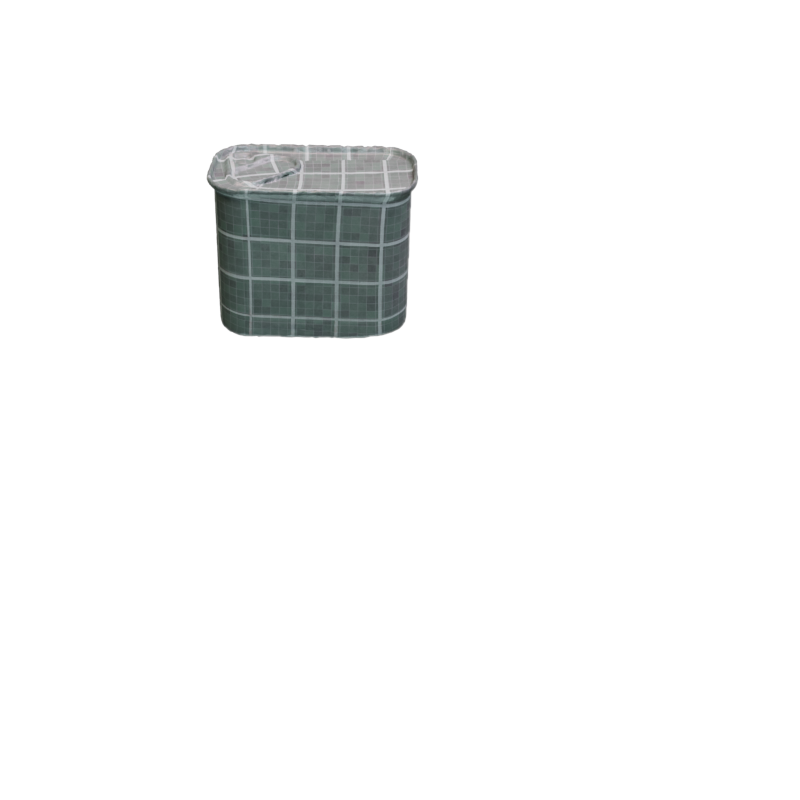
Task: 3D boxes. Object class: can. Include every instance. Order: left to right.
[{"bbox_3d":[-0.044,-0.080,0.561,0.102,0.079,0.061,2,31,1],"label":"can"}]
